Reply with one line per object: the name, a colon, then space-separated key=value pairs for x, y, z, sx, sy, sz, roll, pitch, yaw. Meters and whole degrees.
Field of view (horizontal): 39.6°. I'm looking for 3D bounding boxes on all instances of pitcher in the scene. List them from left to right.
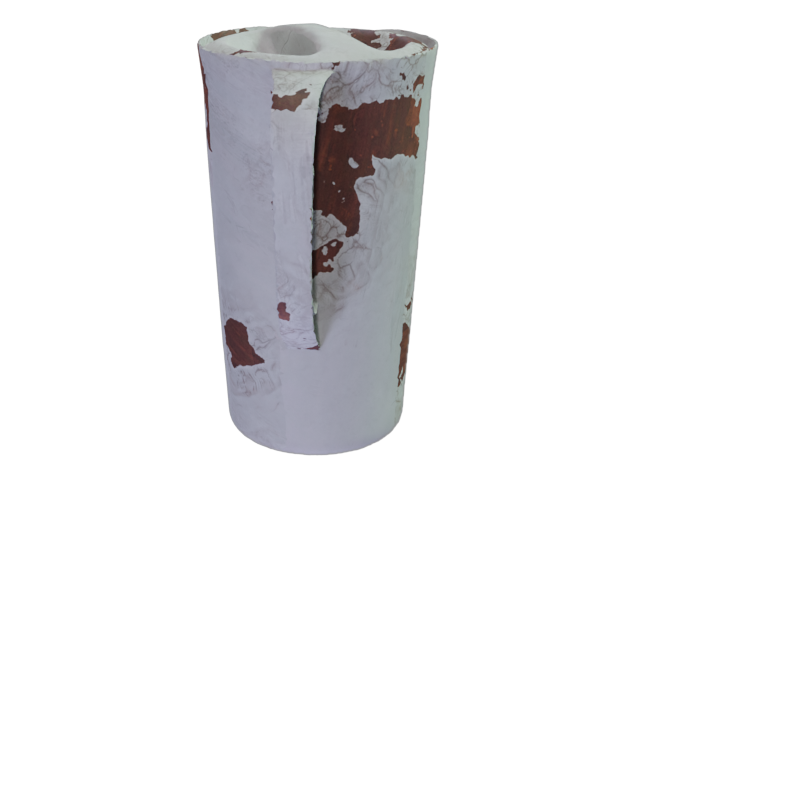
pitcher: x=-0.050 y=-0.092 z=0.642 sx=0.146 sy=0.232 sz=0.154 roll=-17 pitch=27 yaw=-39
